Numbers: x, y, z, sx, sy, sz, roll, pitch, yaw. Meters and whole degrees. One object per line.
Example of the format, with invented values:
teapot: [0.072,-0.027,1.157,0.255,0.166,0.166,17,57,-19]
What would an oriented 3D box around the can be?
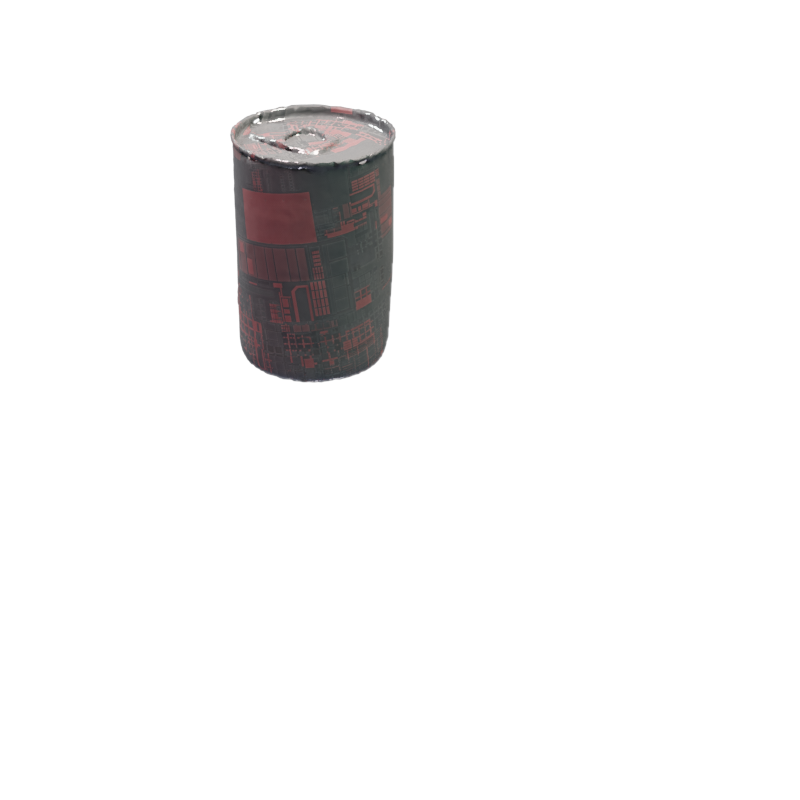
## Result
can: [-0.037,-0.068,0.476,0.068,0.096,0.073,0,30,-2]
